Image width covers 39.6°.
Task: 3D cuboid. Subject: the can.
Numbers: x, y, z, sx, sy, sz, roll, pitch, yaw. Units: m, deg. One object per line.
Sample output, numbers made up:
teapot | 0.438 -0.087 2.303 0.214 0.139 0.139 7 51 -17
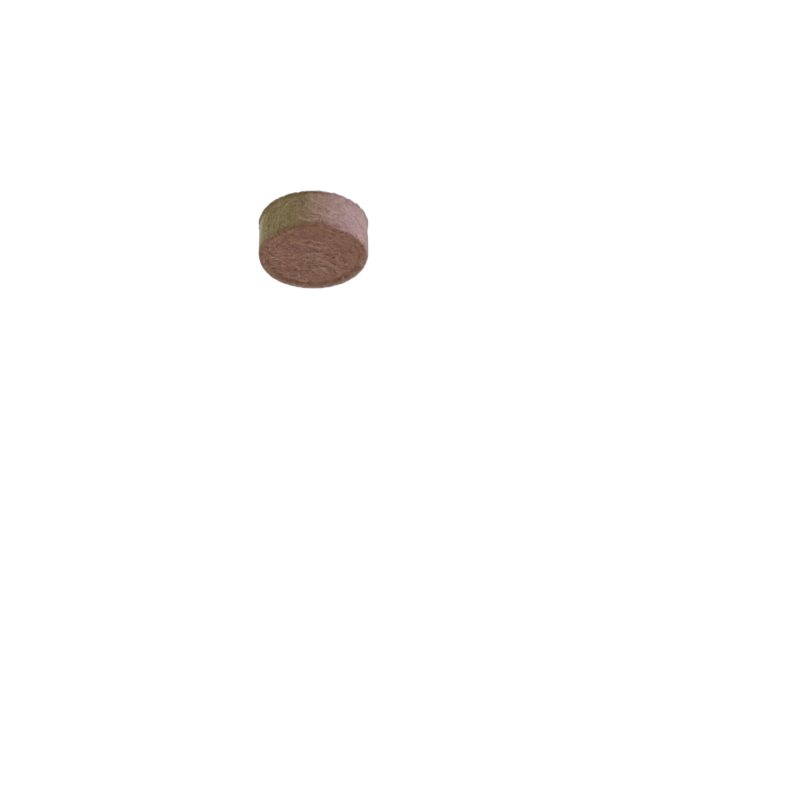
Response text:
can | -0.067 -0.122 0.855 0.086 0.036 0.080 1 -31 -2
